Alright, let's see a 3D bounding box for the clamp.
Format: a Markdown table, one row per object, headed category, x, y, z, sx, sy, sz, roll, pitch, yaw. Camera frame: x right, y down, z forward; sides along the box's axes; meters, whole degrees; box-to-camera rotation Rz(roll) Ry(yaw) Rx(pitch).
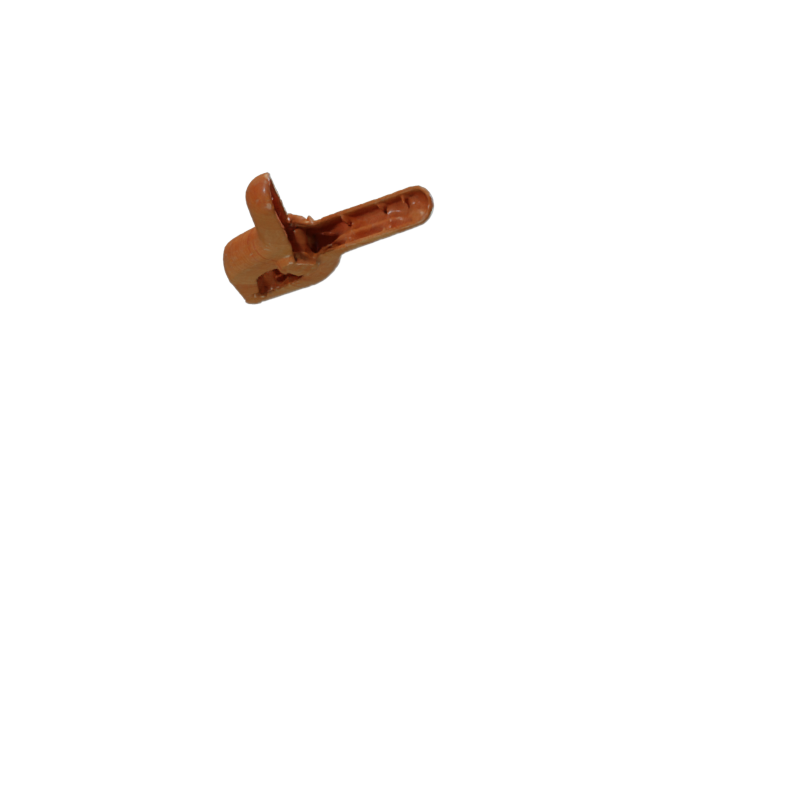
| category | x | y | z | sx | sy | sz | roll | pitch | yaw |
| --- | --- | --- | --- | --- | --- | --- | --- | --- | --- |
| clamp | -0.056 | -0.103 | 0.718 | 0.117 | 0.041 | 0.169 | 4 | -14 | -18 |
